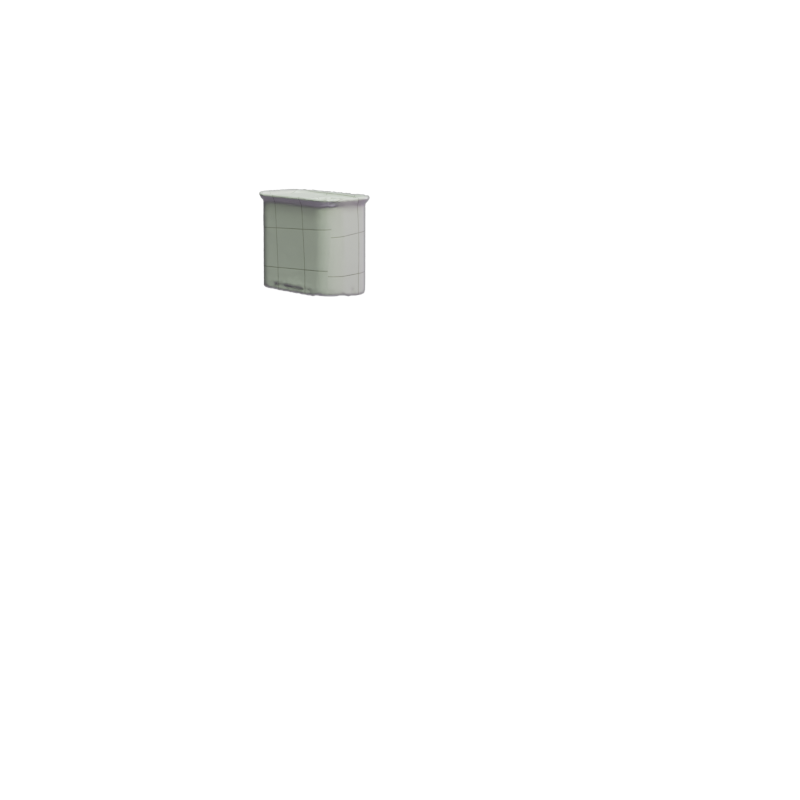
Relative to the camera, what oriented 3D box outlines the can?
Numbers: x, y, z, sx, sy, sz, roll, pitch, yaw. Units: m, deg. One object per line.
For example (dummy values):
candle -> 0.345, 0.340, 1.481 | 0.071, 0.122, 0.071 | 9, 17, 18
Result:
can -> -0.075, -0.136, 0.956 | 0.056, 0.082, 0.107 | -9, 15, -43
